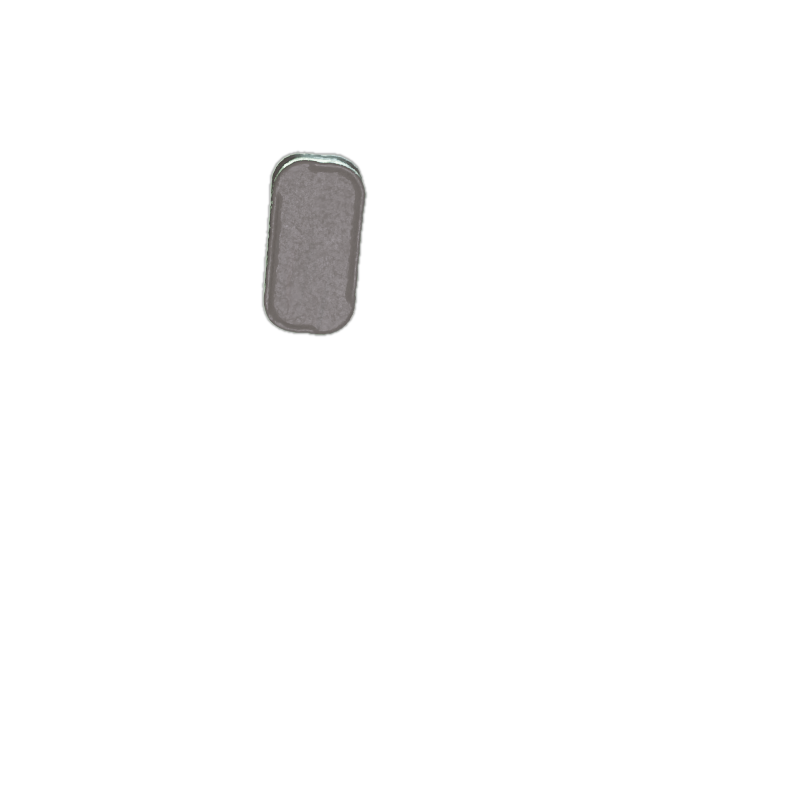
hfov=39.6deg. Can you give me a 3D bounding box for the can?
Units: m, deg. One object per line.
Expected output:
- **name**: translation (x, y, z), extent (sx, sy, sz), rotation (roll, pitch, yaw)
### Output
- **can**: translation (-0.051, -0.093, 0.647), extent (0.057, 0.100, 0.085), rotation (4, 8, -4)
